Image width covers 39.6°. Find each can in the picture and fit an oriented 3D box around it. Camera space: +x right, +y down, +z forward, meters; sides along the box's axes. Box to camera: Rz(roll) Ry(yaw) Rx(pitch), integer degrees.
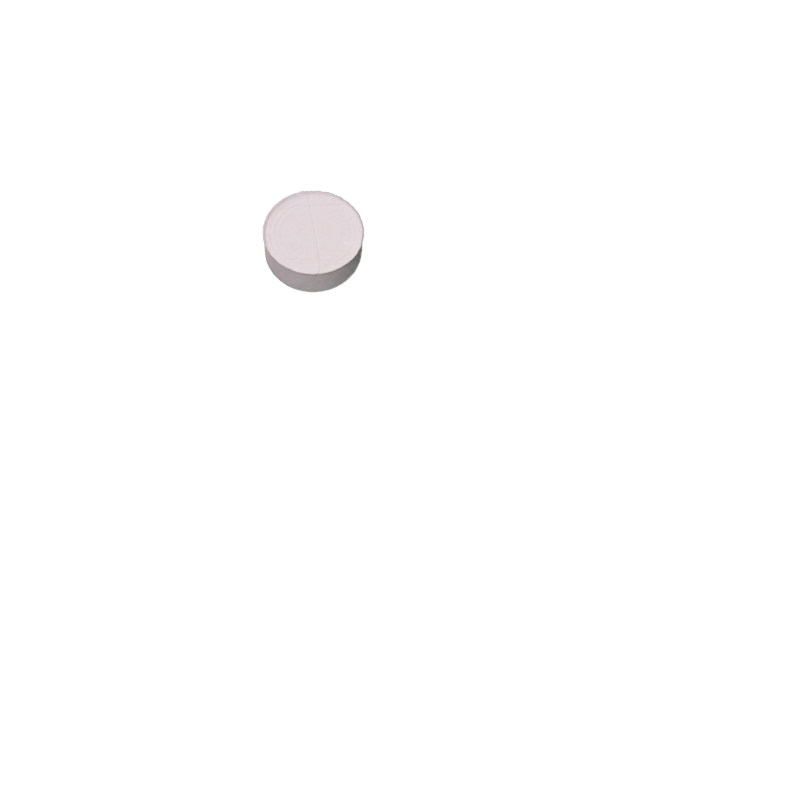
[{"bbox_3d":[-0.074,-0.136,0.950,0.086,0.092,0.031,-1,-31,-1],"label":"can"}]
